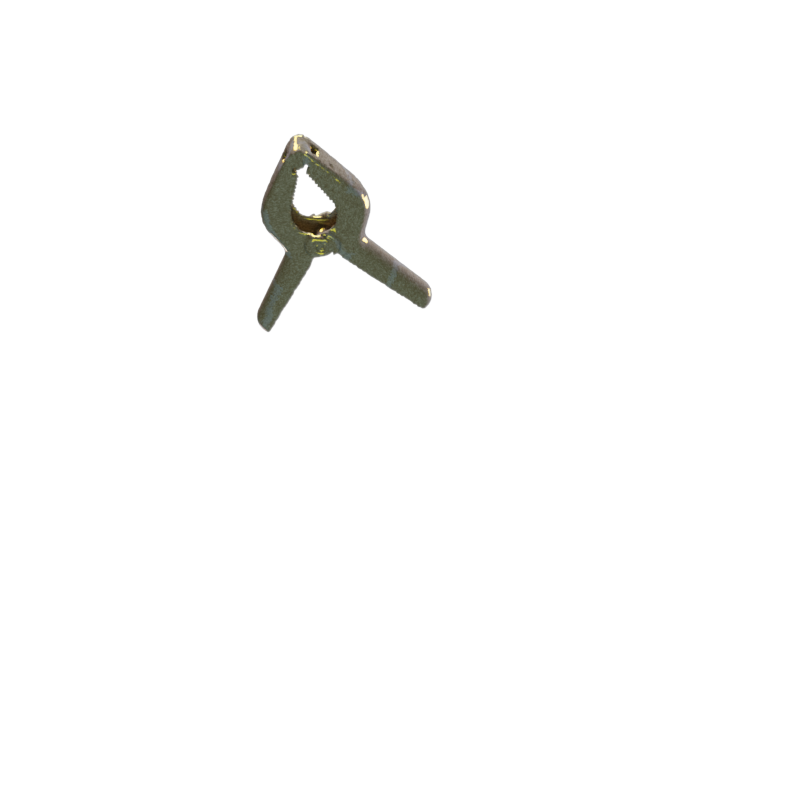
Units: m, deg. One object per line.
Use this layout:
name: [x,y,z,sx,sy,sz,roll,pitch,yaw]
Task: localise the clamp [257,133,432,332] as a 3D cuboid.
clamp: [-0.077,-0.140,0.983,0.166,0.039,0.194,-14,-48,13]
